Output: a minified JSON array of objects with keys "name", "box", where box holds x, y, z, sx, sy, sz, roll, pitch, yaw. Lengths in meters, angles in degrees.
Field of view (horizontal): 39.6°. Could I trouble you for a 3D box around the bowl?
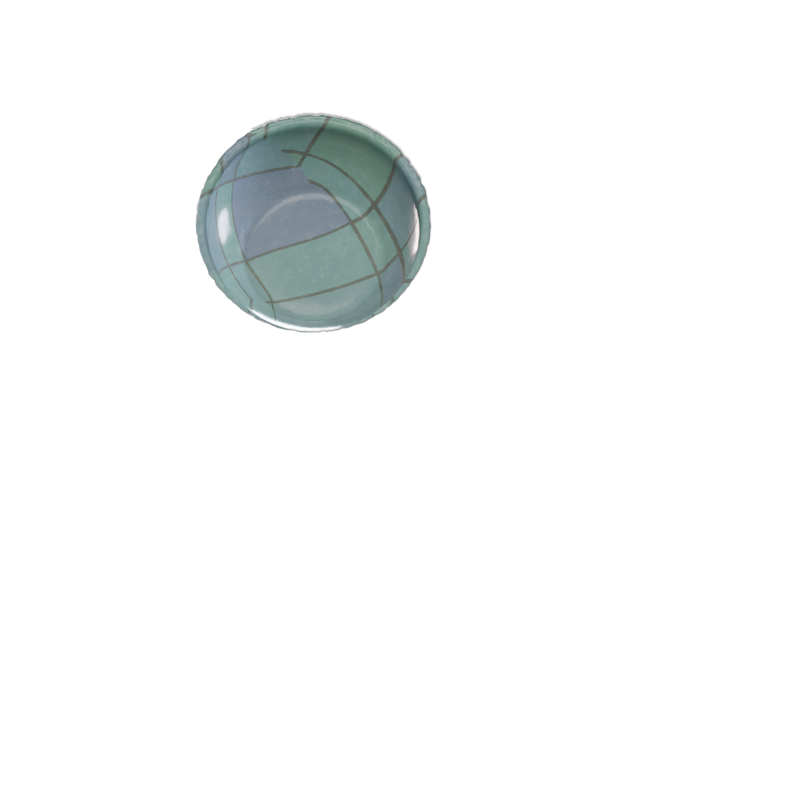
[{"name":"bowl","box":[-0.058,-0.106,0.740,0.162,0.154,0.058,1,25,-1]}]
